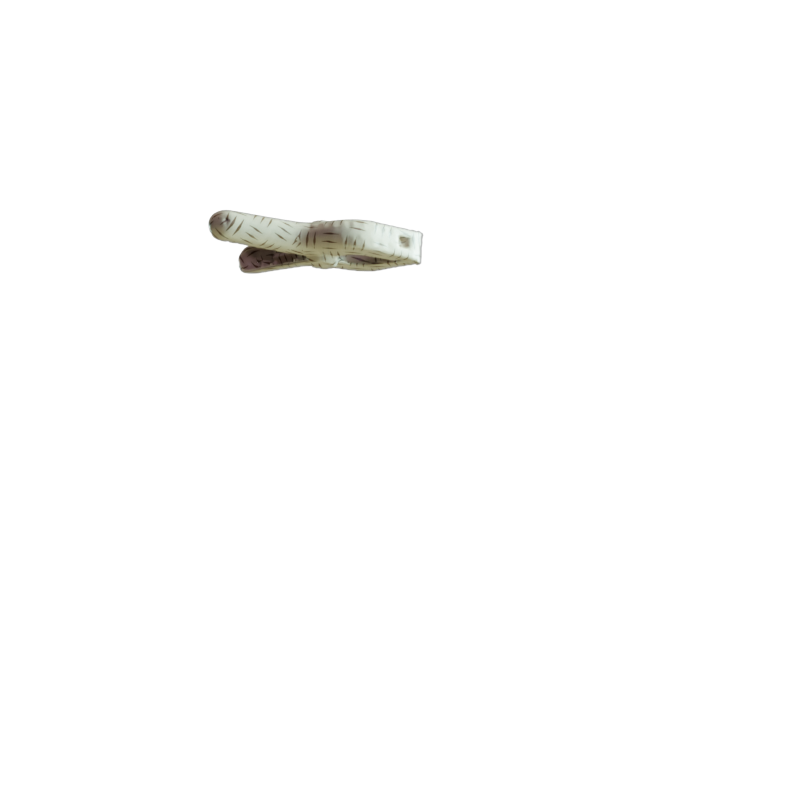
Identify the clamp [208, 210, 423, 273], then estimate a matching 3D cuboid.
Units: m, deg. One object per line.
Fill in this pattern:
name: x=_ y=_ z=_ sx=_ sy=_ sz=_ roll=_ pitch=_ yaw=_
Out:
clamp: x=-0.071 y=-0.129 z=0.906 sx=0.175 sy=0.040 sz=0.115 roll=-1 pitch=-5 yaw=16
